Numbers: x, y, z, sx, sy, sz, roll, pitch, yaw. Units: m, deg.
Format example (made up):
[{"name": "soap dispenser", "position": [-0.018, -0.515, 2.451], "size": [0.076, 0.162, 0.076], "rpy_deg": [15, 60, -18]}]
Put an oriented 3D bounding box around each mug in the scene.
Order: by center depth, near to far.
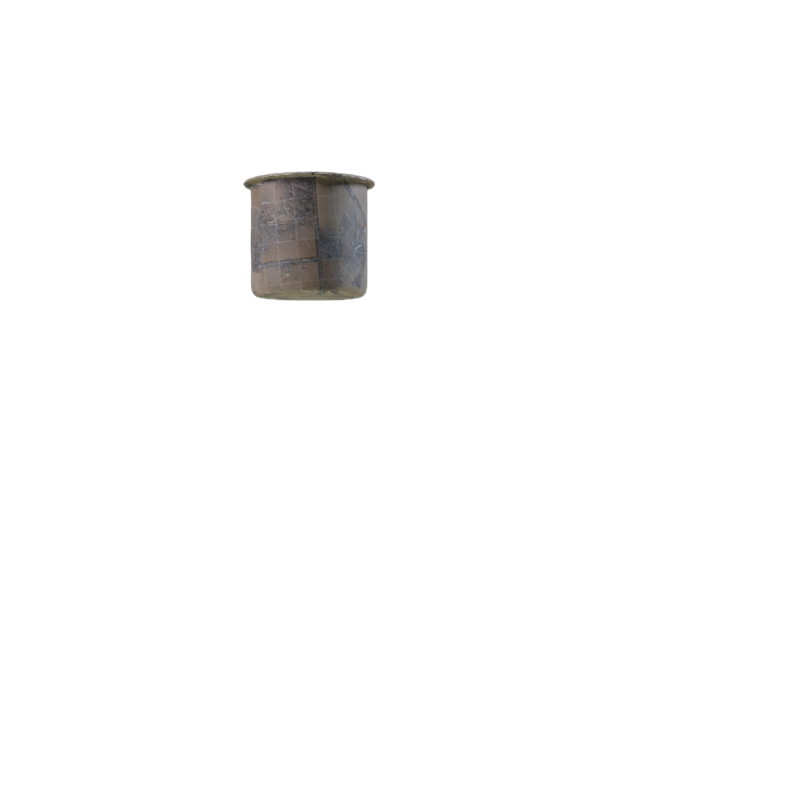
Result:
[{"name": "mug", "position": [-0.062, -0.113, 0.789], "size": [0.095, 0.082, 0.114], "rpy_deg": [-1, -1, 11]}]
